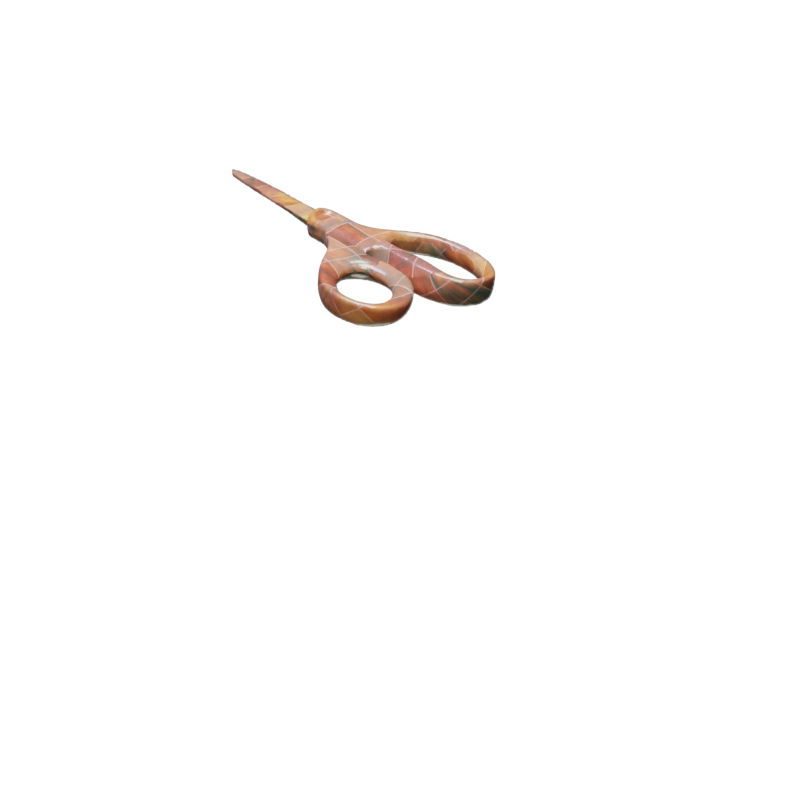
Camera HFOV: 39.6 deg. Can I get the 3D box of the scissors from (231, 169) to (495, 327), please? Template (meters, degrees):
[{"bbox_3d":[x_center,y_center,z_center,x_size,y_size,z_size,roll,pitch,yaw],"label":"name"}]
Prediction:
[{"bbox_3d":[-0.046,-0.085,0.592,0.214,0.015,0.096,23,39,32],"label":"scissors"}]
